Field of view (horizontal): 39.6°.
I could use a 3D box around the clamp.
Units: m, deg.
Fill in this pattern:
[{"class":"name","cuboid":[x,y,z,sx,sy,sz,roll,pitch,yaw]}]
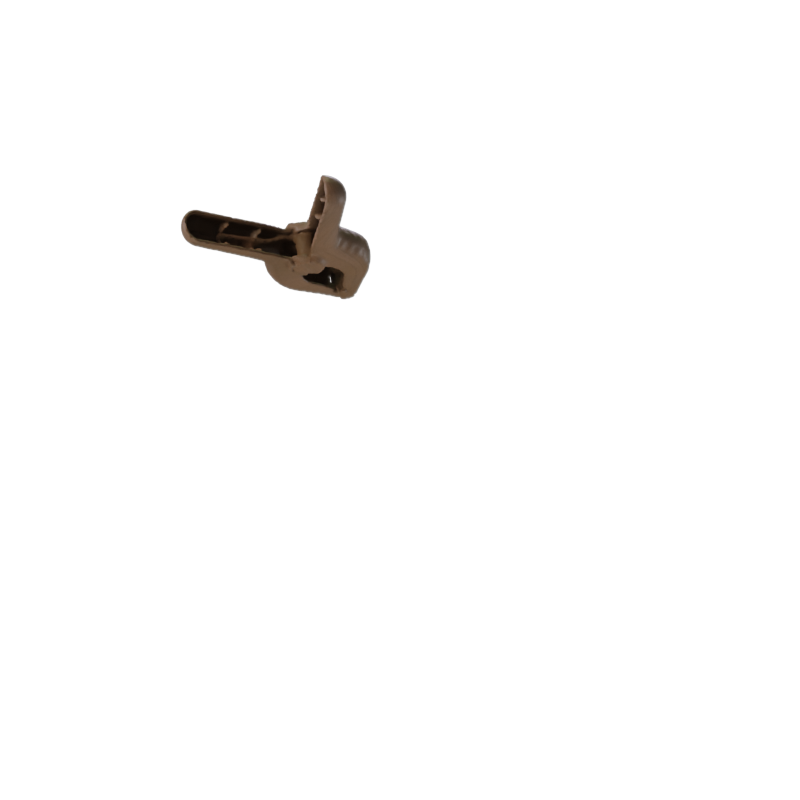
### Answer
[{"class":"clamp","cuboid":[-0.063,-0.115,0.804,0.123,0.041,0.161,-7,-14,30]}]
